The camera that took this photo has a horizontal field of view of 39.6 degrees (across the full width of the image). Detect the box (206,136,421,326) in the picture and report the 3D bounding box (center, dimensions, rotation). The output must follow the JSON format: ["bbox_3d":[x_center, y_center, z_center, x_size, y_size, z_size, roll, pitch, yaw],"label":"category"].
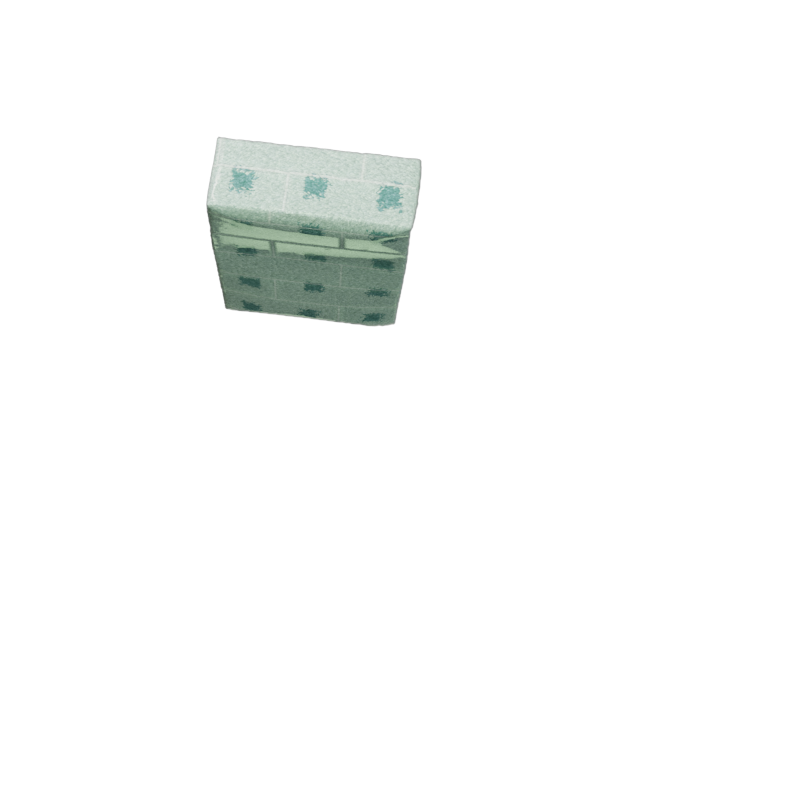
[{"bbox_3d":[-0.074,-0.136,0.950,0.164,0.075,0.204,7,-19,0],"label":"box"}]
